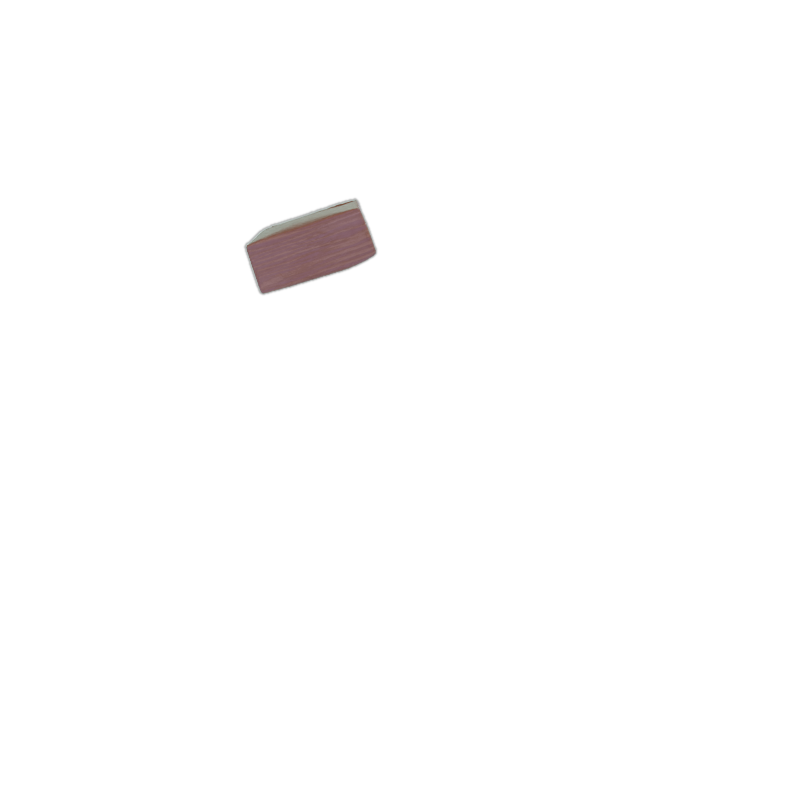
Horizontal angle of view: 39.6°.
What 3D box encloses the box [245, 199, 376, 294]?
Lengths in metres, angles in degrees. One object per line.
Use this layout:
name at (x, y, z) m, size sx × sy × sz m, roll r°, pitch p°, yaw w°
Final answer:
box at (-0.071, -0.130, 0.907) m, size 0.093 × 0.047 × 0.181 m, roll -18°, pitch 14°, yaw 1°
